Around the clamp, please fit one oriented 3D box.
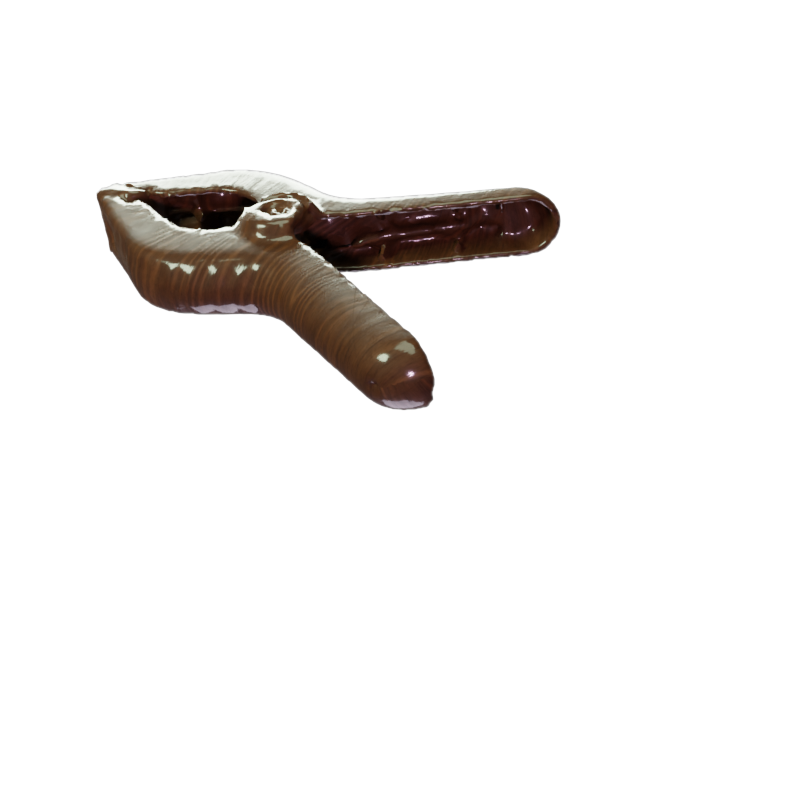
[{"bbox_3d":[-0.031,-0.057,0.402,0.181,0.037,0.120,22,38,32],"label":"clamp"}]
